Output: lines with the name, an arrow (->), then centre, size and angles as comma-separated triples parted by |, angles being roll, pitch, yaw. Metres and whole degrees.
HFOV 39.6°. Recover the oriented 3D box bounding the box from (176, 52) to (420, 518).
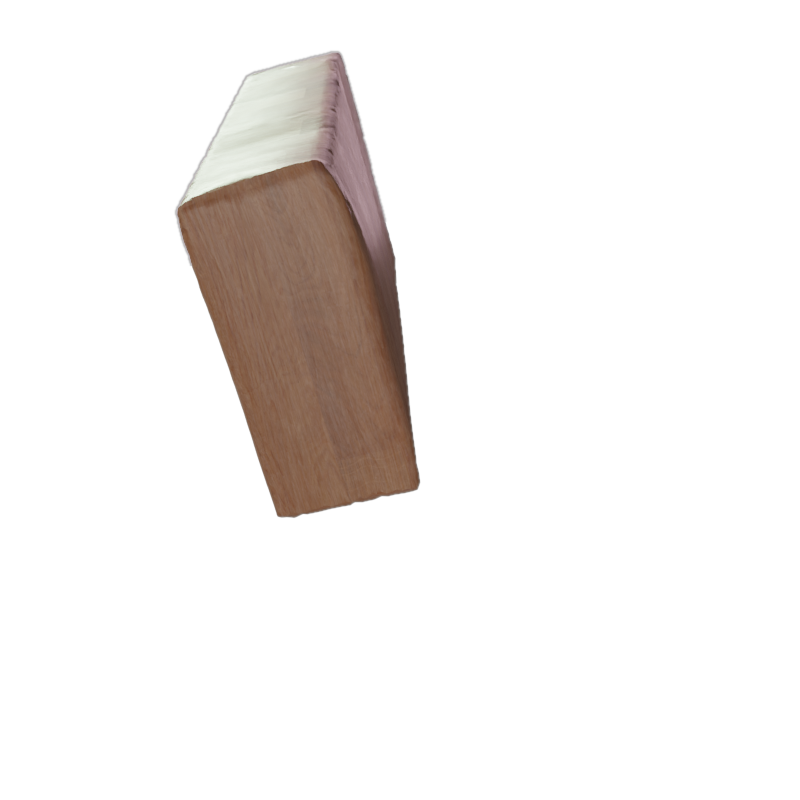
box -> -0.028, -0.051, 0.359 | 0.048, 0.089, 0.185 | -15, 23, 2
